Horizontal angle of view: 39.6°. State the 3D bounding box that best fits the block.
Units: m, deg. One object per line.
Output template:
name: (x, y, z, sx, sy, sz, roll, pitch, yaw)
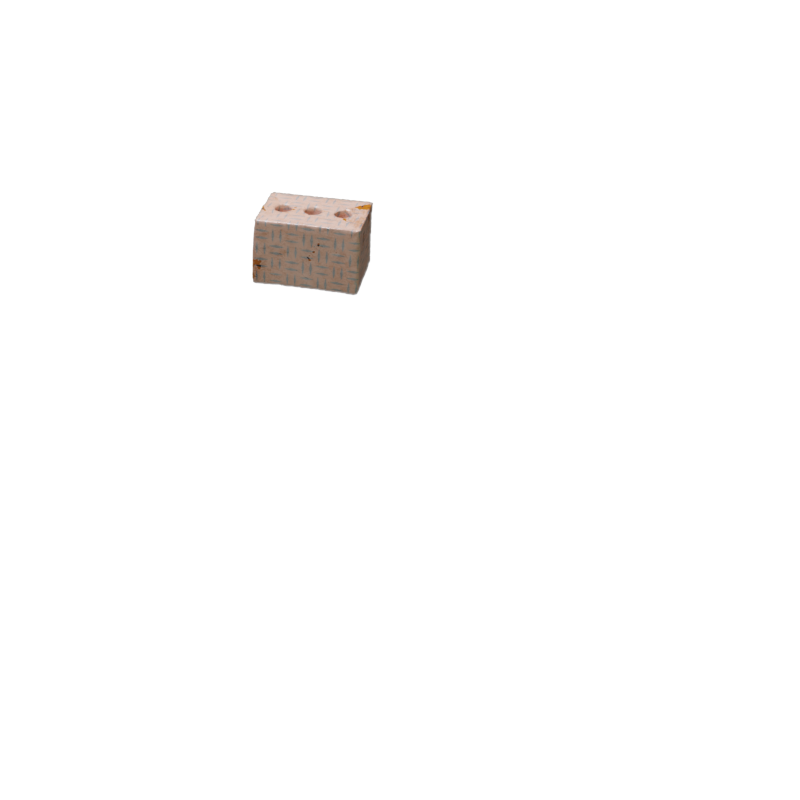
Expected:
block: (-0.062, -0.114, 0.797, 0.079, 0.048, 0.055, 7, 32, 10)
